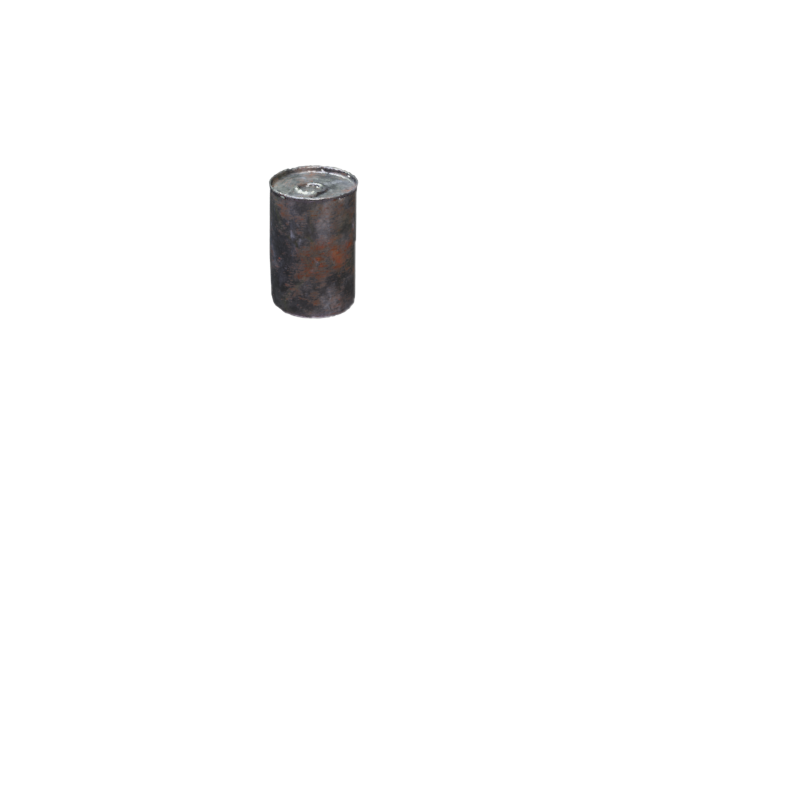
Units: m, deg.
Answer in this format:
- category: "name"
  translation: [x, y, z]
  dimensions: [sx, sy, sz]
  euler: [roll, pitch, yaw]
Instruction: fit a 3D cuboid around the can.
- category: "can"
  translation: [-0.068, -0.123, 0.863]
  dimensions: [0.068, 0.097, 0.073]
  euler: [0, 28, -2]
